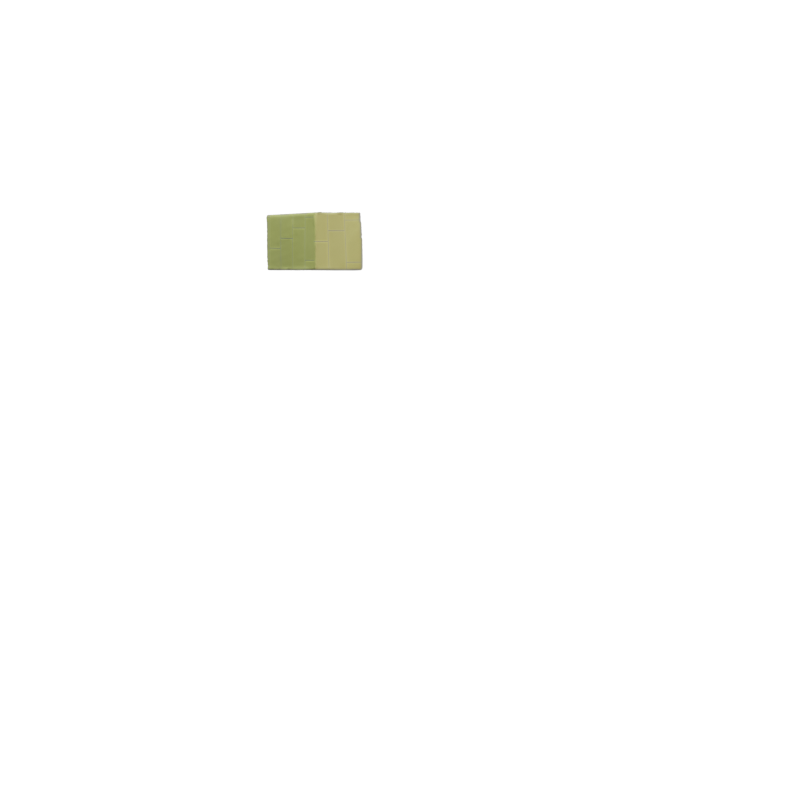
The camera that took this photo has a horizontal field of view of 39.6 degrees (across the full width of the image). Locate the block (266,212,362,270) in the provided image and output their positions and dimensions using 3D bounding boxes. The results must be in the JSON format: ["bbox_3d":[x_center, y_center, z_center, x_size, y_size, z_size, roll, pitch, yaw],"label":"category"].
[{"bbox_3d":[-0.078,-0.142,0.991,0.051,0.051,0.081,-3,5,-39],"label":"block"}]
